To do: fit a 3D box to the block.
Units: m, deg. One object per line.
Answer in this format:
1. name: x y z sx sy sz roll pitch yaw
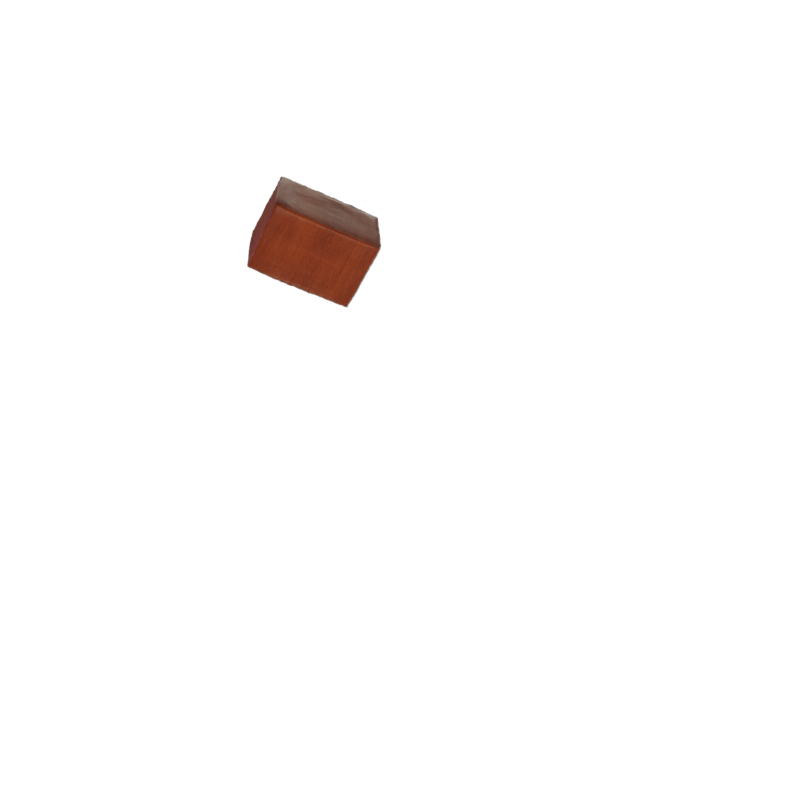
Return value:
1. block: -0.059 -0.108 0.758 0.076 0.051 0.054 23 27 -13
